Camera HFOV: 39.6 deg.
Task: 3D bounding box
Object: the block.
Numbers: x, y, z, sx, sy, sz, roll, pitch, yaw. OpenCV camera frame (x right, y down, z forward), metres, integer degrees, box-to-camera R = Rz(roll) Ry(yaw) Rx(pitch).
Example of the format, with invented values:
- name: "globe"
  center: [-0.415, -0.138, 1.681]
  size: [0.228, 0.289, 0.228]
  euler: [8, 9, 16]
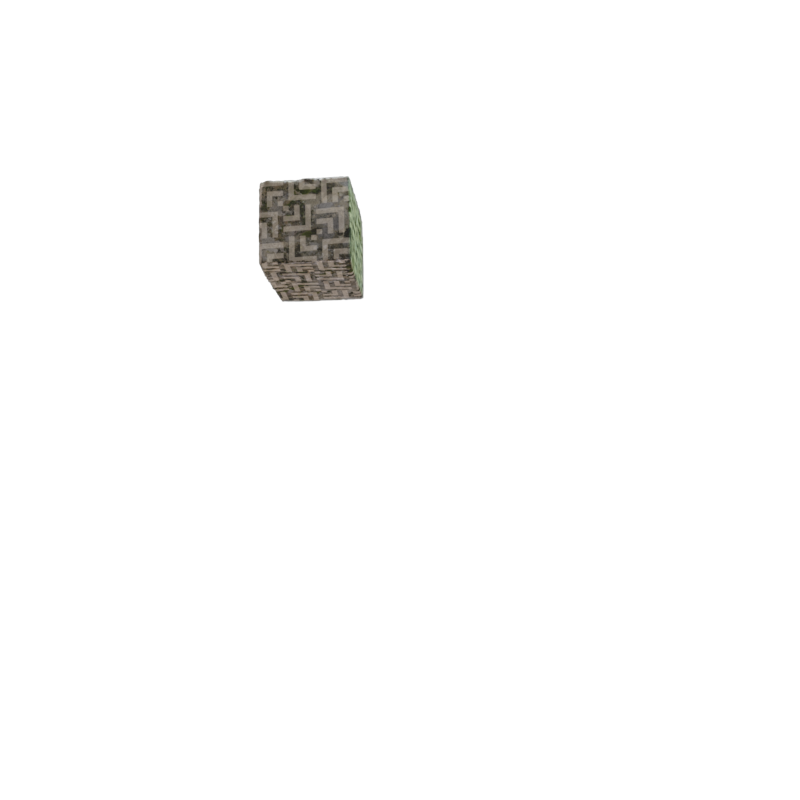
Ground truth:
- name: "block"
  center: [-0.051, -0.093, 0.650]
  size: [0.053, 0.053, 0.074]
  euler: [-2, -14, 4]
